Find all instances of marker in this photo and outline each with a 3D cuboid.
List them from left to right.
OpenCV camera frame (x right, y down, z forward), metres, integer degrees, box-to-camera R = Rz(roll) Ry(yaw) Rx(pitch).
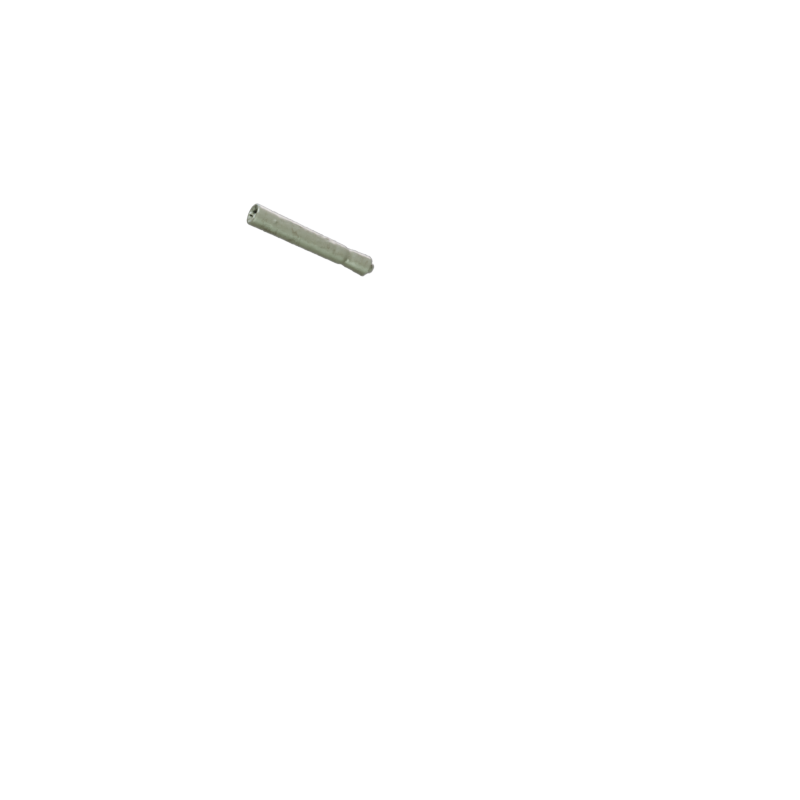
[{"bbox_3d":[-0.073,-0.133,0.930,0.115,0.020,0.020,22,-7,-26],"label":"marker"}]
